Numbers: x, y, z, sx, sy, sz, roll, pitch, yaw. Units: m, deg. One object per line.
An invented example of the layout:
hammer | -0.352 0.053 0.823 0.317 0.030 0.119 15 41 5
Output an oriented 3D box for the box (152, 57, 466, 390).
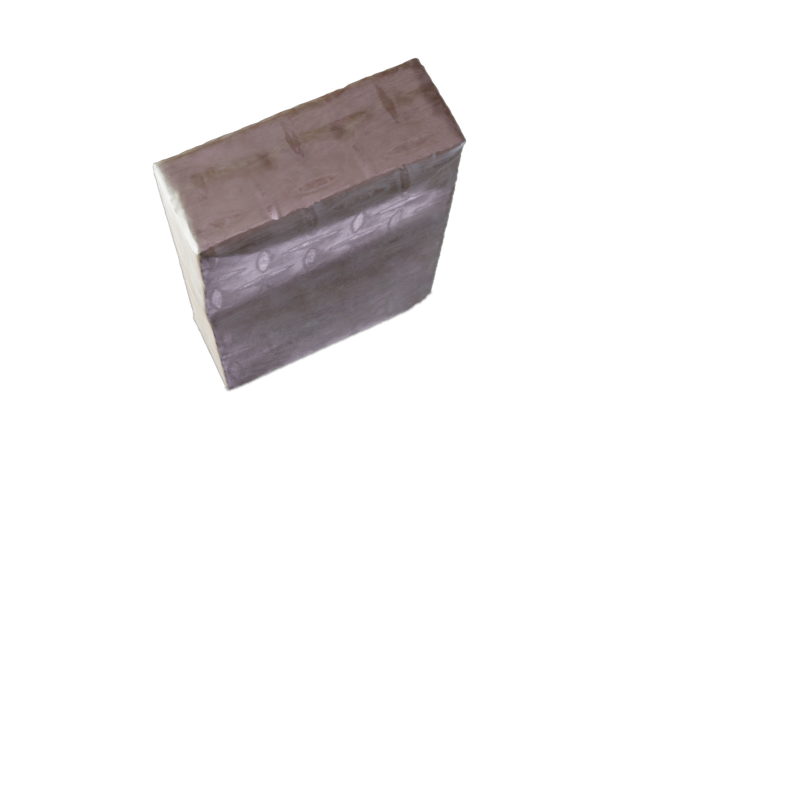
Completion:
box | -0.054 -0.099 0.690 0.164 0.076 0.203 -25 -16 -12
